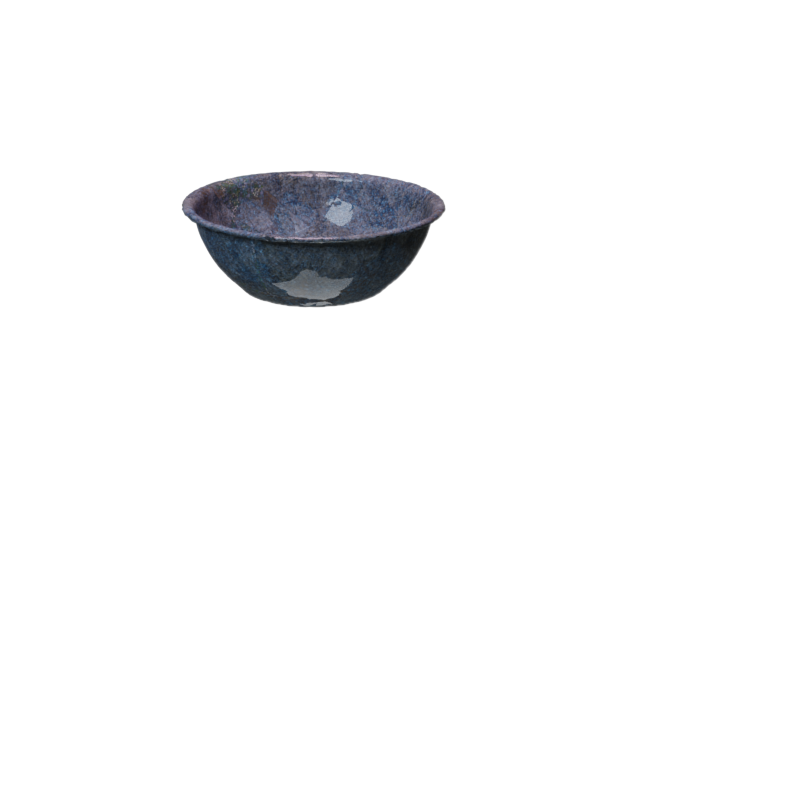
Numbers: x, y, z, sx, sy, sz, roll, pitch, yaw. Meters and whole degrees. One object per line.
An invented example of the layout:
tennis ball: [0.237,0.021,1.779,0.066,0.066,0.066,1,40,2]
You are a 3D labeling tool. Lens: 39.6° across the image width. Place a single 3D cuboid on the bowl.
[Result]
bowl: [-0.054,-0.098,0.689,0.162,0.053,0.170,-1,23,-2]
